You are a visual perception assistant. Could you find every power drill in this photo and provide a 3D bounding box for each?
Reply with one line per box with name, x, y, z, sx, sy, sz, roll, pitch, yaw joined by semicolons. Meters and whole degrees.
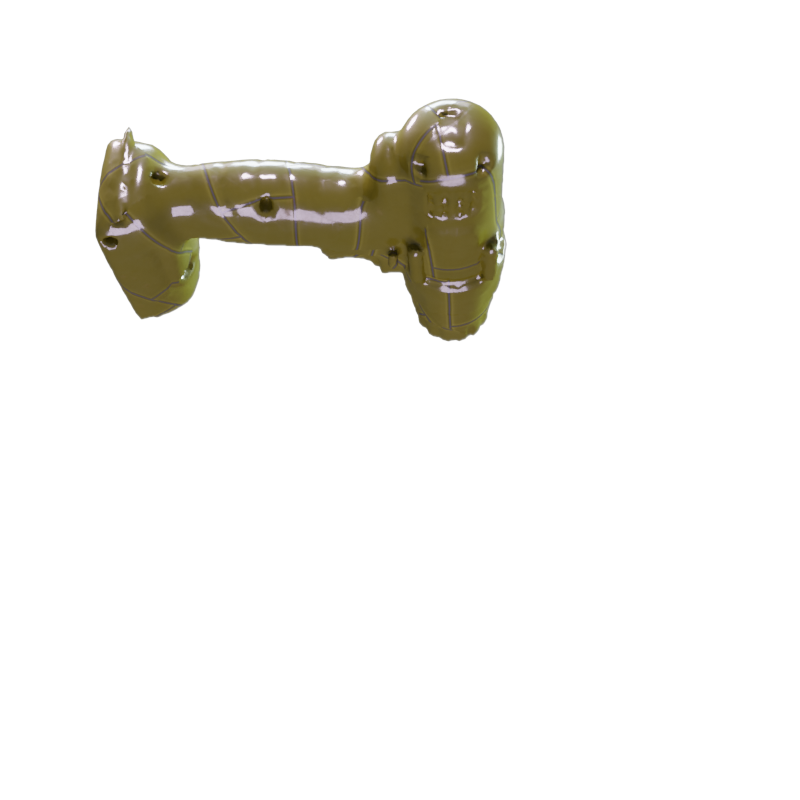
power drill;-0.043;-0.078;0.543;0.189;0.061;0.173;-2;-26;4
